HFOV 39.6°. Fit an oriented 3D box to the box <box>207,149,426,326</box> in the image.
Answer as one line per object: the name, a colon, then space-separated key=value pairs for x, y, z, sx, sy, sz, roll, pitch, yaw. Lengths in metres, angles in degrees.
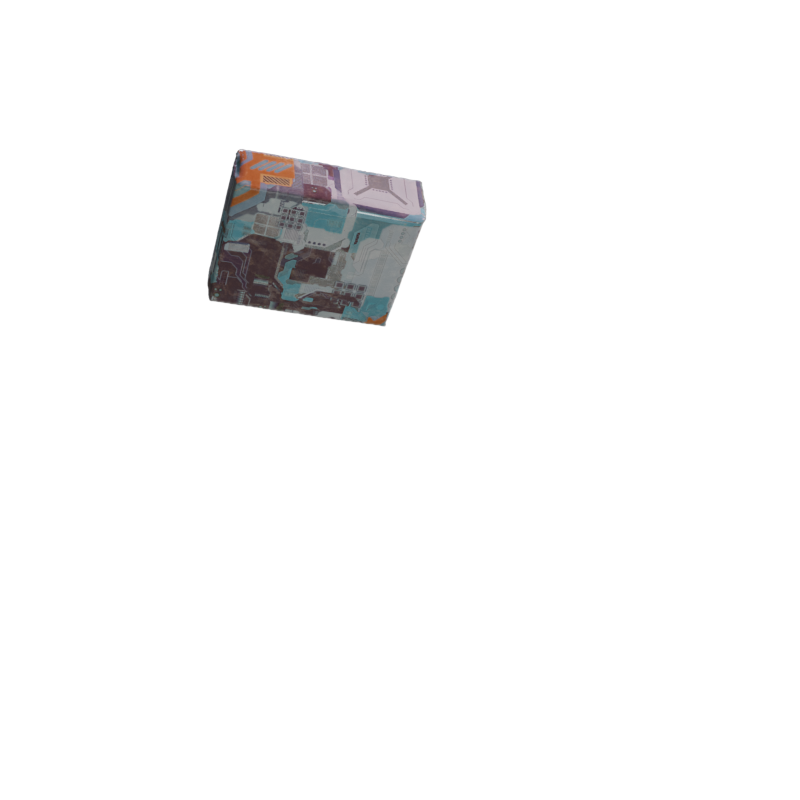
box: x=-0.051 y=-0.093 z=0.651 sx=0.112 sy=0.085 sz=0.042 roll=11 pitch=42 yaw=-10
